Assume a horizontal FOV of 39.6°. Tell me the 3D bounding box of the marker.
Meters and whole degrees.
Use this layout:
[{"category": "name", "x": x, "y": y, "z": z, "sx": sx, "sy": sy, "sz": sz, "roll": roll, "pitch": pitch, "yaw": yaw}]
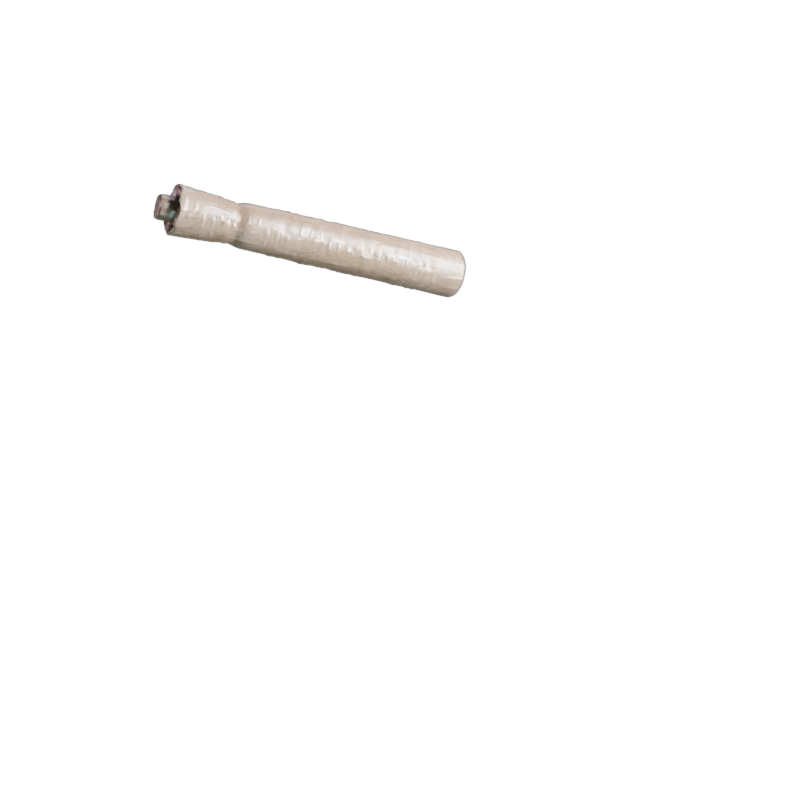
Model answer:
[{"category": "marker", "x": -0.032, "y": -0.059, "z": 0.411, "sx": 0.117, "sy": 0.020, "sz": 0.020, "roll": 10, "pitch": 0, "yaw": -22}]
